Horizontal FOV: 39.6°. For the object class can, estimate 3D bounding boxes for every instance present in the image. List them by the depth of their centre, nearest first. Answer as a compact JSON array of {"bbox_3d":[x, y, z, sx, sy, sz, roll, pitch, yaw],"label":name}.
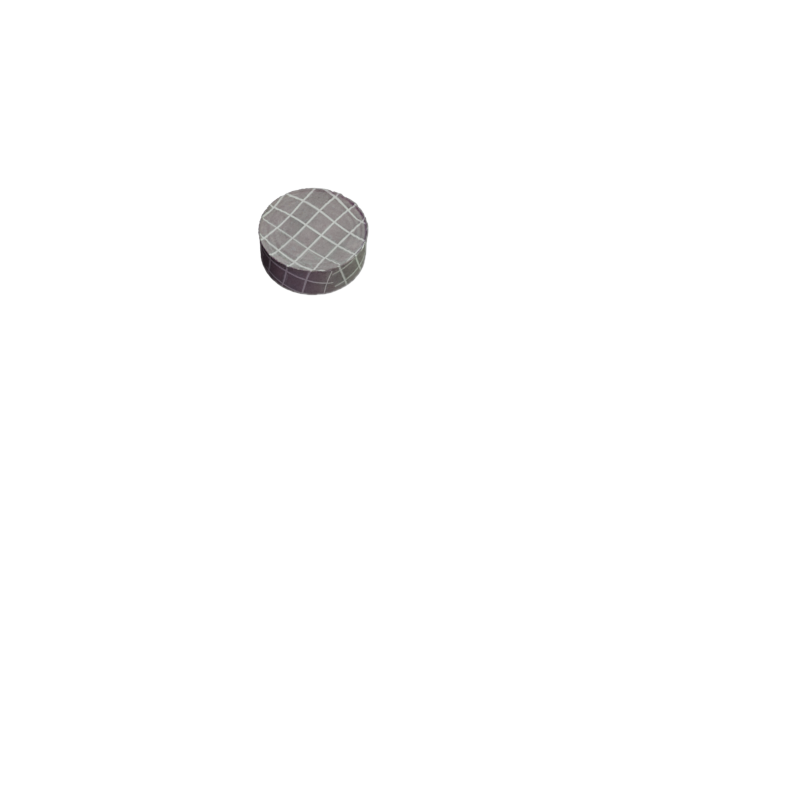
[{"bbox_3d":[-0.068,-0.125,0.874,0.086,0.092,0.031,-1,-37,-1],"label":"can"}]
